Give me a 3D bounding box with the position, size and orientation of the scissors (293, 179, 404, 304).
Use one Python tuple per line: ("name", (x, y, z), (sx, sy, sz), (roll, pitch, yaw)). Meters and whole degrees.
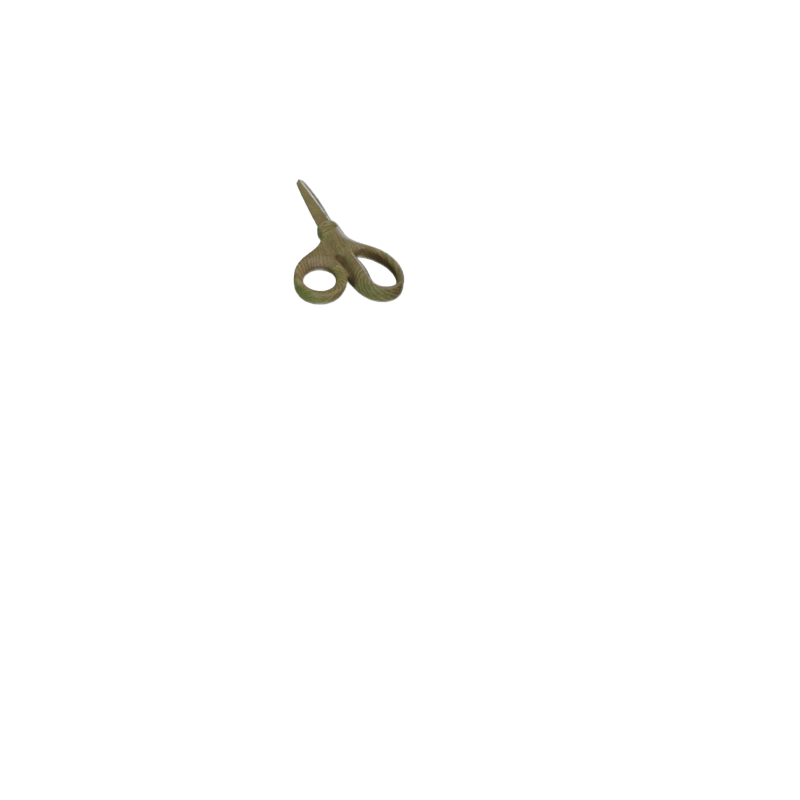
("scissors", (-0.073, -0.134, 0.938), (0.095, 0.015, 0.218), (-21, 41, -25))
